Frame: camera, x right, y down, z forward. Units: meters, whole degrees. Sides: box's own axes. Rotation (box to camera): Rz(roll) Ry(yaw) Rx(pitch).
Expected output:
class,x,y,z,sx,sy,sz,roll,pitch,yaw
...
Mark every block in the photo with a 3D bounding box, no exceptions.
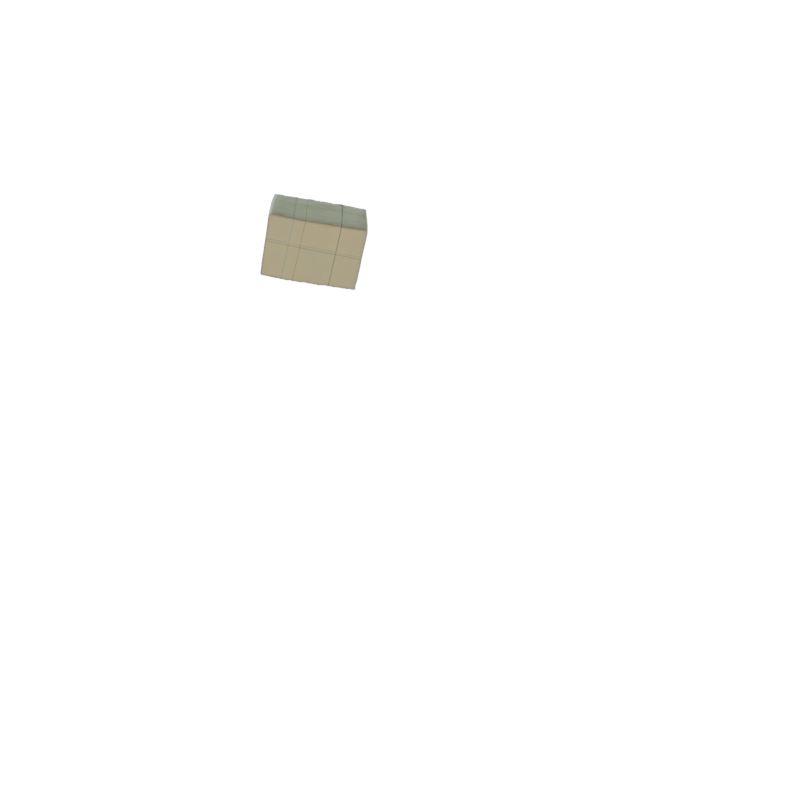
class,x,y,z,sx,sy,sz,roll,pitch,yaw
block,-0.068,-0.125,0.873,0.077,0.050,0.054,10,25,-6
